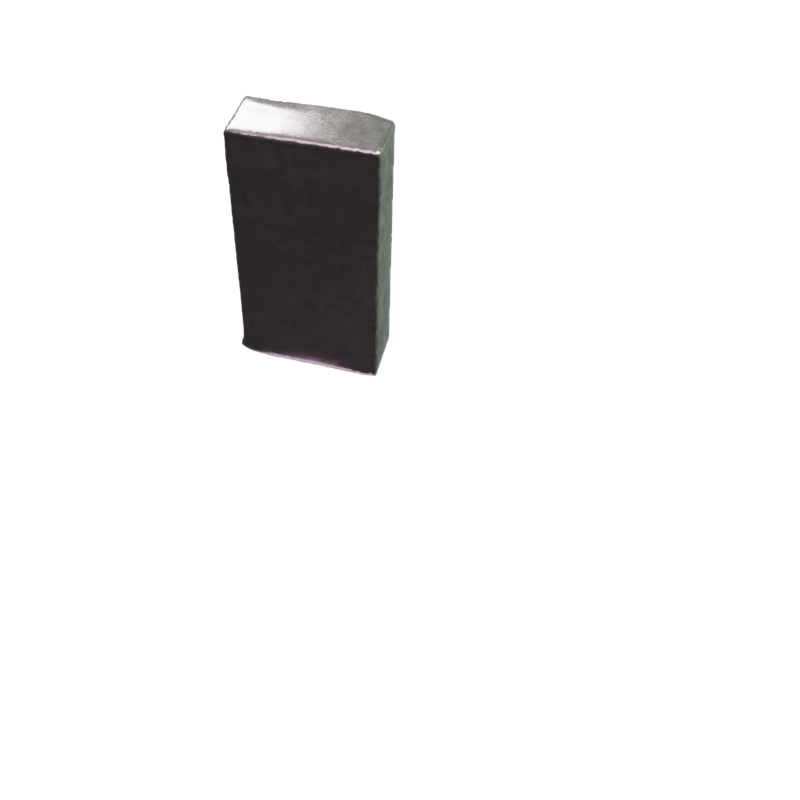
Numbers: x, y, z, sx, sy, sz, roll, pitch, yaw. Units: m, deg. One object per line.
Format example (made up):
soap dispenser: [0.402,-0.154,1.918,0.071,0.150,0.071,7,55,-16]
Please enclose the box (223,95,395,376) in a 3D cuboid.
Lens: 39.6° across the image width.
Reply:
box: [-0.053,-0.096,0.675,0.095,0.164,0.050,13,43,10]
